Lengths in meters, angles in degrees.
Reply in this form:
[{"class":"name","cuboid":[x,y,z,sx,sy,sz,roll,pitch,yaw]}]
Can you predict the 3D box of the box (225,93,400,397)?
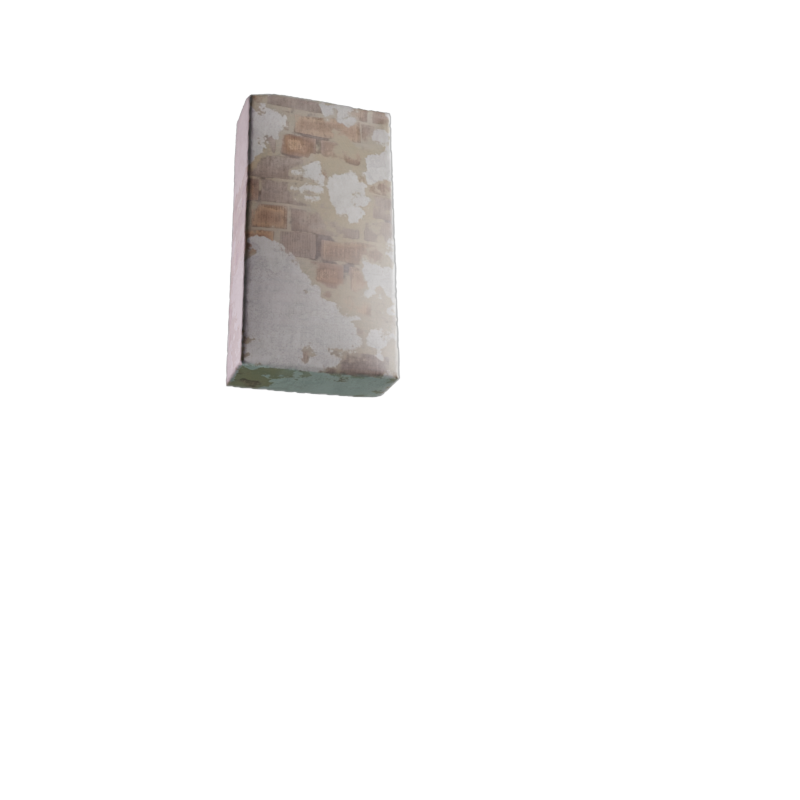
[{"class":"box","cuboid":[-0.051,-0.093,0.650,0.091,0.186,0.047,5,-24,-16]}]
